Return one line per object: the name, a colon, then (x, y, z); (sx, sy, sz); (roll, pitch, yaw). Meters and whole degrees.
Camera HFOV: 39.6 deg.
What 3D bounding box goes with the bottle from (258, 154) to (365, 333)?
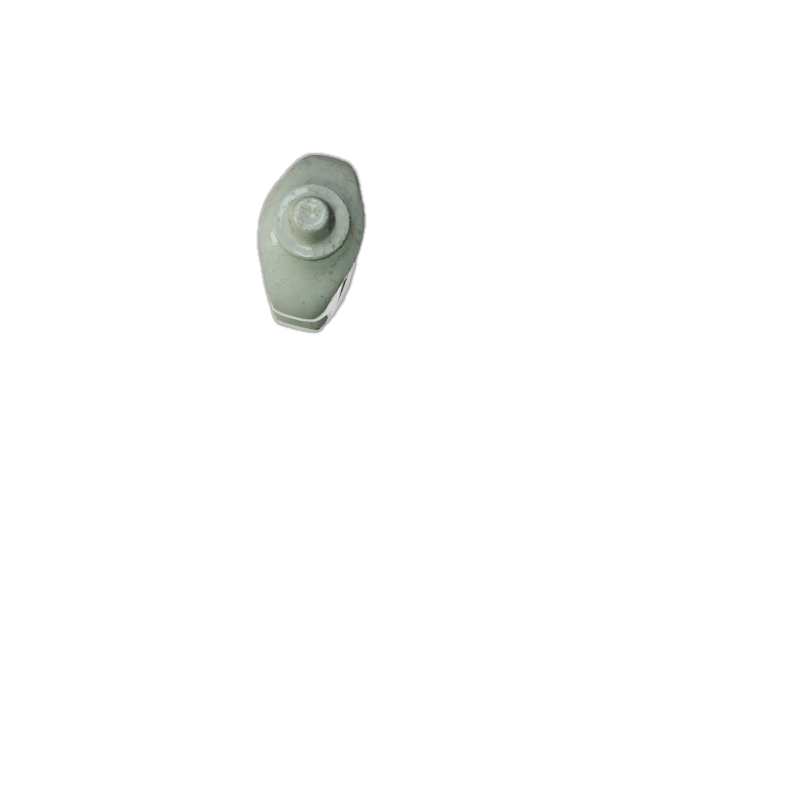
bottle: (-0.052, -0.094, 0.657); (0.058, 0.097, 0.190); (15, -3, -4)
